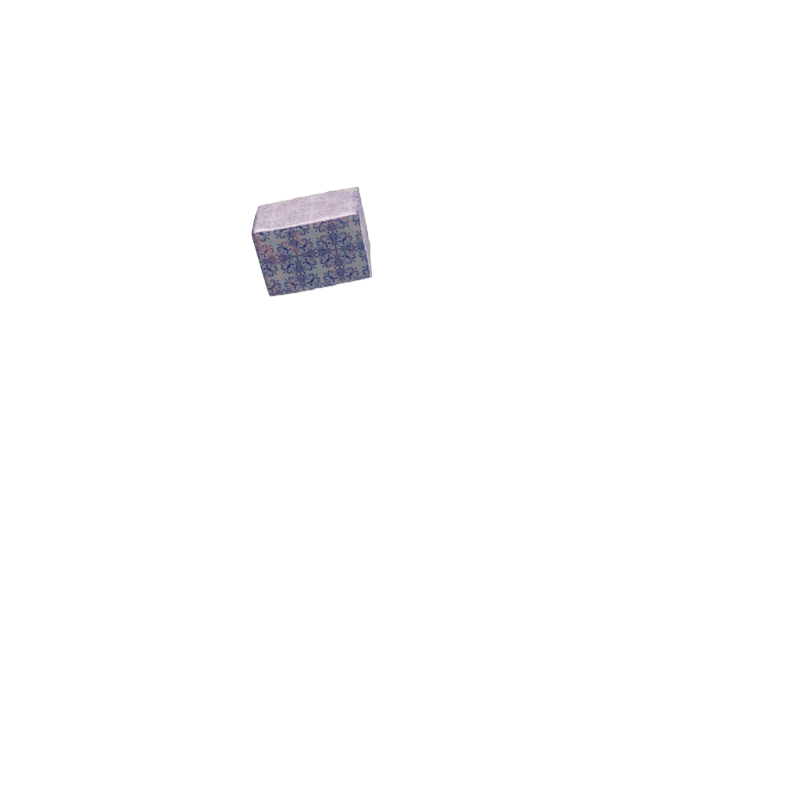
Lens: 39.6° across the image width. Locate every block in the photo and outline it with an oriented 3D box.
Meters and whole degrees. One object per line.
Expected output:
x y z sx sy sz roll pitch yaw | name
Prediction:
-0.062 -0.114 0.797 0.078 0.049 0.054 -10 29 4 | block
